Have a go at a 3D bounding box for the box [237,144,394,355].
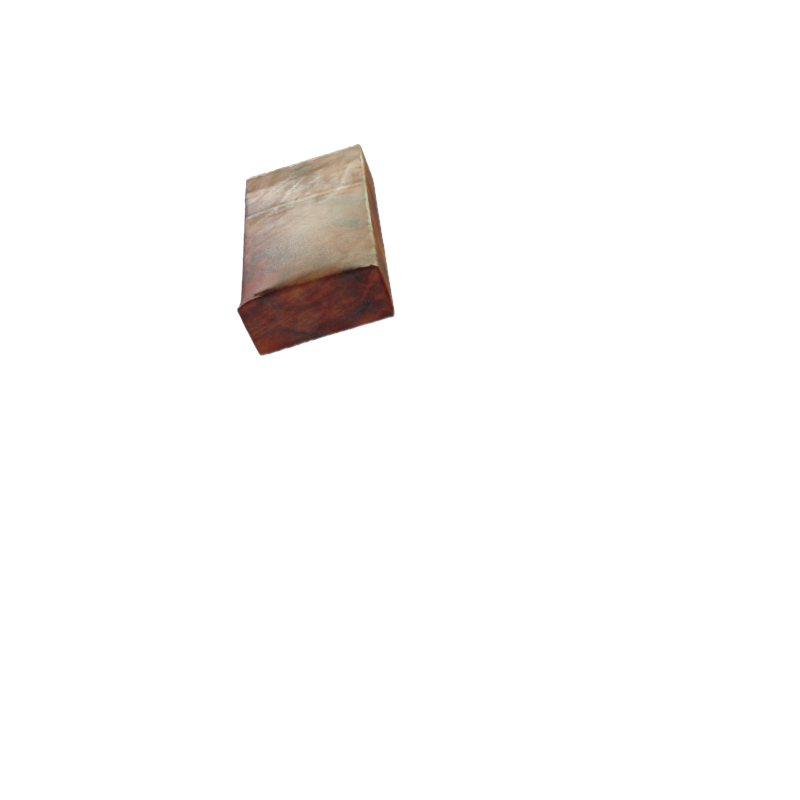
[{"bbox_3d":[-0.059,-0.108,0.756,0.094,0.045,0.188,-16,34,7],"label":"box"}]
